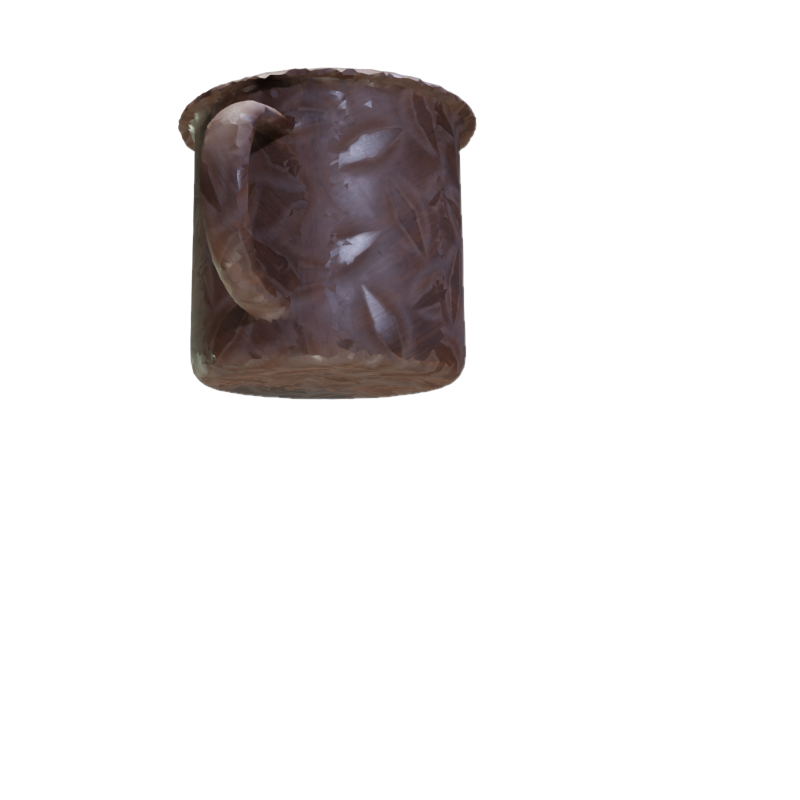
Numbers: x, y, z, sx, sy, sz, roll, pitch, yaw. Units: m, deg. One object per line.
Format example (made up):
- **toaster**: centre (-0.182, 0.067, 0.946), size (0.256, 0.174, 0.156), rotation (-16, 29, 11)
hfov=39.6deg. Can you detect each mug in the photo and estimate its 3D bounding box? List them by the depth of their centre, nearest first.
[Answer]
- **mug**: centre (-0.026, -0.047, 0.327), size (0.095, 0.084, 0.111), rotation (-4, -11, 18)
